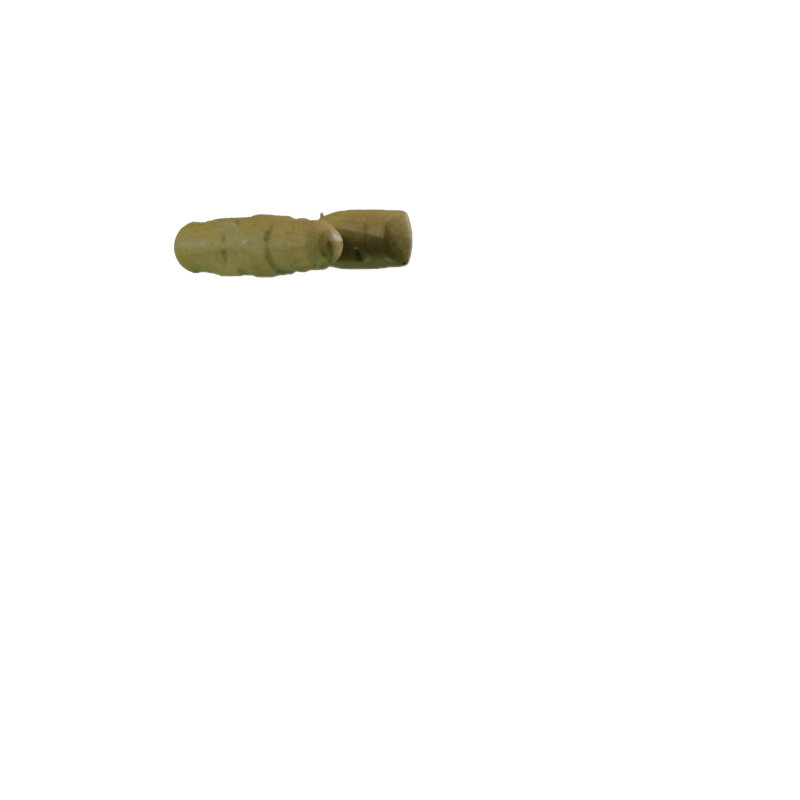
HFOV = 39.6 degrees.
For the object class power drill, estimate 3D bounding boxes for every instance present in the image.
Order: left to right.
[{"bbox_3d":[-0.076,-0.138,0.969,0.193,0.057,0.181,8,12,42],"label":"power drill"}]
